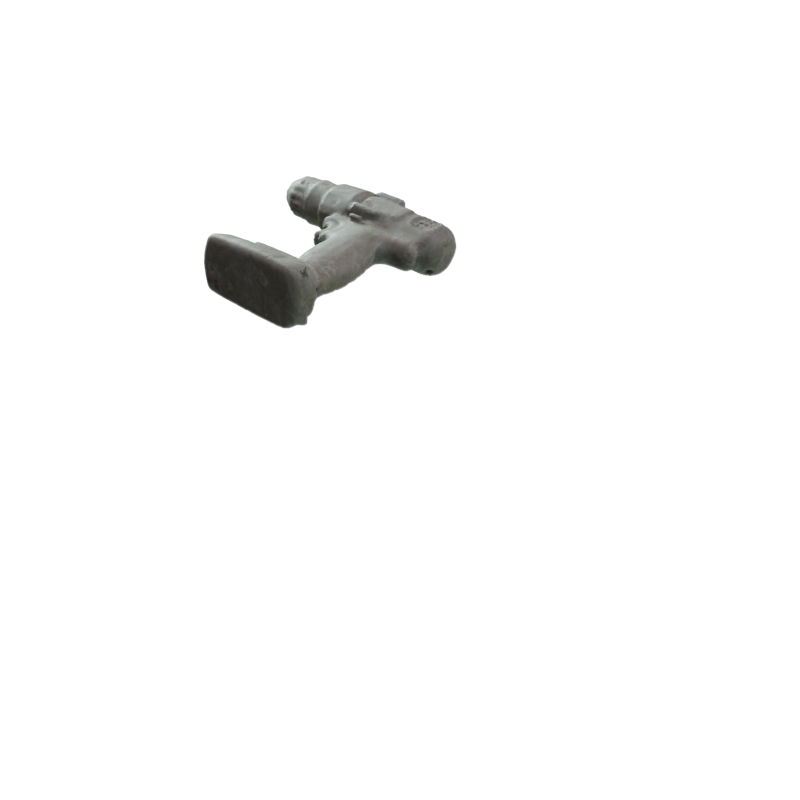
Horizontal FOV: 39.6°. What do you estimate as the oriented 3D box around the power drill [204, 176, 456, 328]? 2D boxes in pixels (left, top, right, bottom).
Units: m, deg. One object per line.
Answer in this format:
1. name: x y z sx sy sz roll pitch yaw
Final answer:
1. power drill: -0.074 -0.135 0.946 0.196 0.054 0.187 25 39 35
